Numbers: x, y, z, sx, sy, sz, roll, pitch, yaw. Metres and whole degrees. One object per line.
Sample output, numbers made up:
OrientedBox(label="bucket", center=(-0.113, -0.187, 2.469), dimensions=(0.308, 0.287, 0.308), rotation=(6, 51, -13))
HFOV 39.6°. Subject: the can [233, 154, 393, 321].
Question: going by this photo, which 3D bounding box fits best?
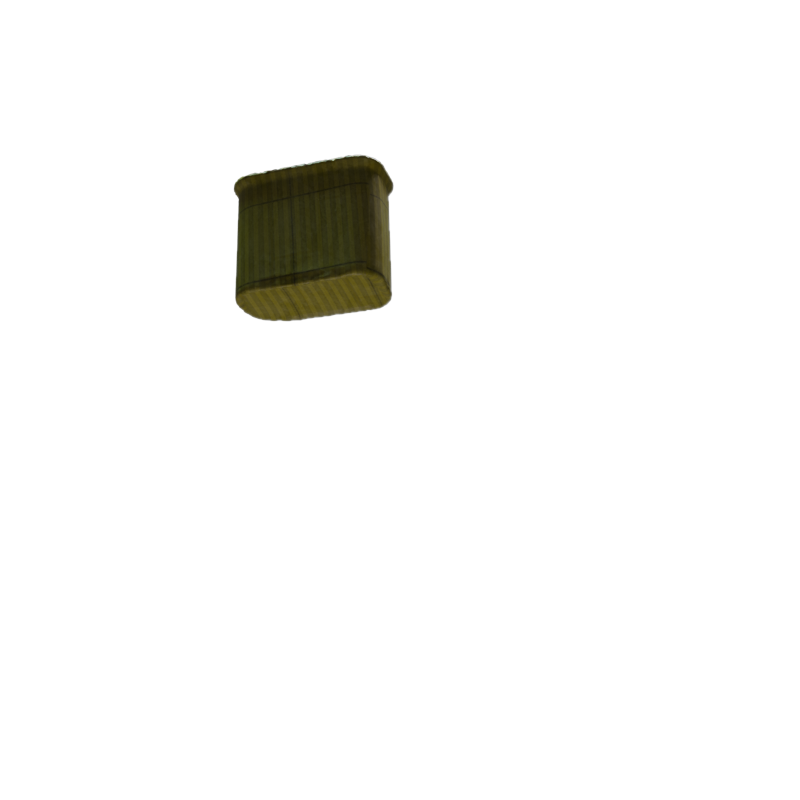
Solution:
OrientedBox(label="can", center=(-0.055, -0.101, 0.706), dimensions=(0.103, 0.089, 0.053), rotation=(-8, -27, 16))
